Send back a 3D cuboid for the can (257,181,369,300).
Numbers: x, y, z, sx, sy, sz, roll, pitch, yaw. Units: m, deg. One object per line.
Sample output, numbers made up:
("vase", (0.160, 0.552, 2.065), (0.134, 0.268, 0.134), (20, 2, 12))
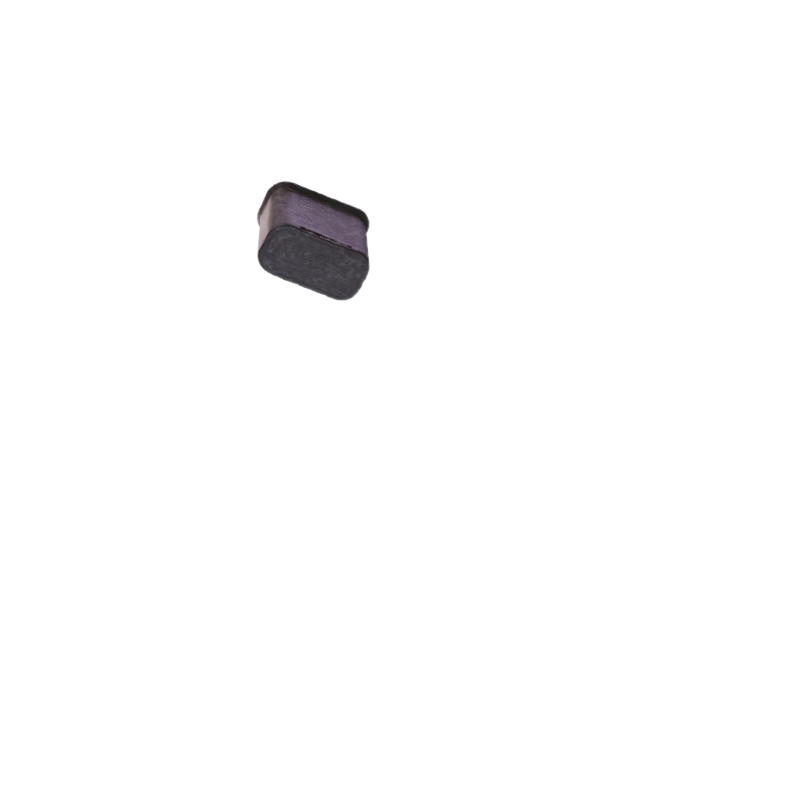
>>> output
("can", (-0.078, -0.142, 0.991), (0.099, 0.055, 0.089), (20, 30, -14))
